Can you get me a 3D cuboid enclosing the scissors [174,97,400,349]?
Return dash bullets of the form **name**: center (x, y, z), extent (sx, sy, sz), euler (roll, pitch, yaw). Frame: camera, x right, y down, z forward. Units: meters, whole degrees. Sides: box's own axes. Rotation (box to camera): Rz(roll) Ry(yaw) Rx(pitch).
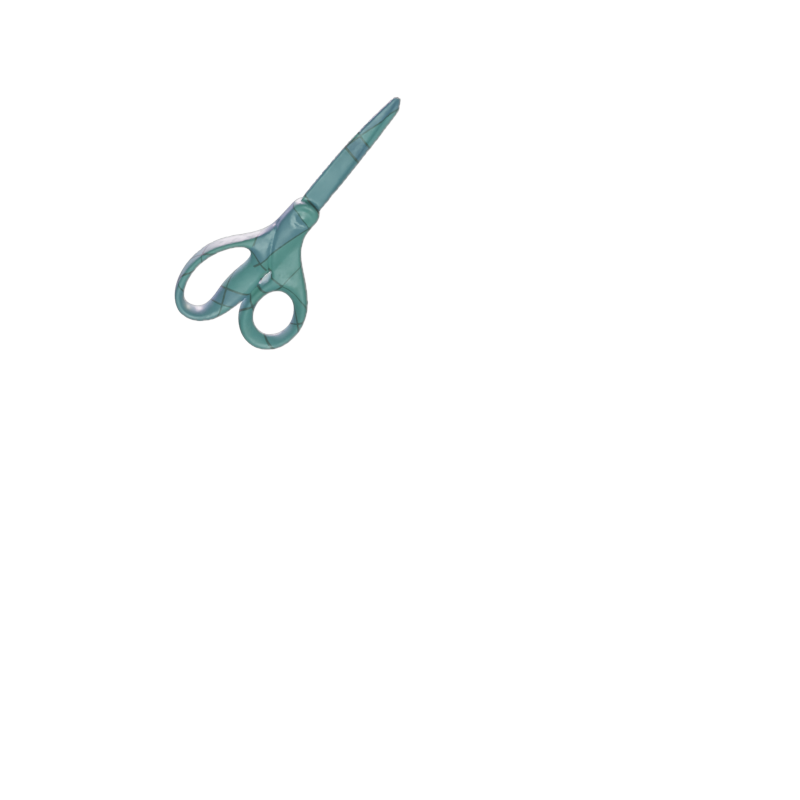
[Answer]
- **scissors**: center (-0.056, -0.102, 0.715), extent (0.201, 0.091, 0.017), euler (-32, 25, 17)
